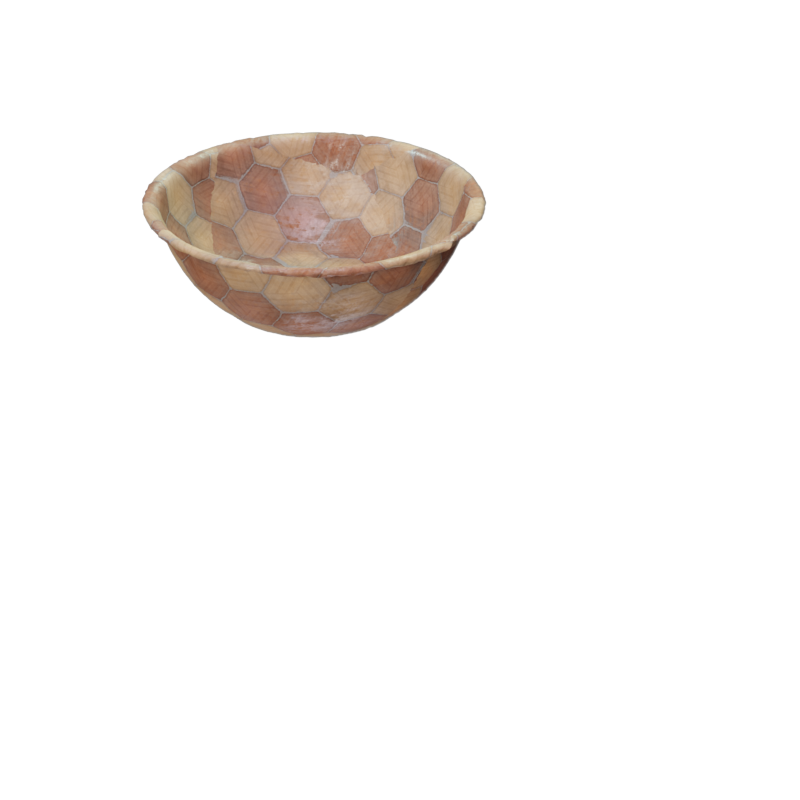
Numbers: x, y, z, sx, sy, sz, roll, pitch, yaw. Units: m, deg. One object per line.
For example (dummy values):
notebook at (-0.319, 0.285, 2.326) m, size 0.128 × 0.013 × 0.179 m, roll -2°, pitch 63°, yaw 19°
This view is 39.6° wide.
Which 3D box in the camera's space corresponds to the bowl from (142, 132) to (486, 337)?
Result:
bowl at (-0.042, -0.077, 0.536) m, size 0.162 × 0.052 × 0.172 m, roll -1°, pitch 32°, yaw -2°
